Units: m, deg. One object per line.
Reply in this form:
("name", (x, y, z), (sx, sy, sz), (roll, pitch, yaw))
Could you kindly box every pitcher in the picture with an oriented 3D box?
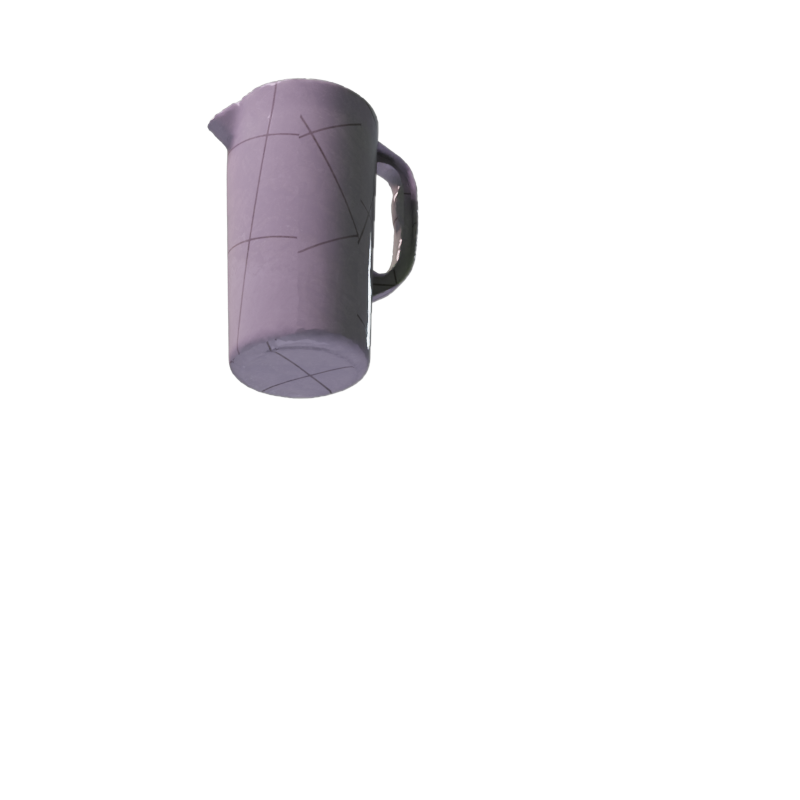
("pitcher", (-0.071, -0.129, 0.903), (0.151, 0.259, 0.134), (-11, -30, 16))
